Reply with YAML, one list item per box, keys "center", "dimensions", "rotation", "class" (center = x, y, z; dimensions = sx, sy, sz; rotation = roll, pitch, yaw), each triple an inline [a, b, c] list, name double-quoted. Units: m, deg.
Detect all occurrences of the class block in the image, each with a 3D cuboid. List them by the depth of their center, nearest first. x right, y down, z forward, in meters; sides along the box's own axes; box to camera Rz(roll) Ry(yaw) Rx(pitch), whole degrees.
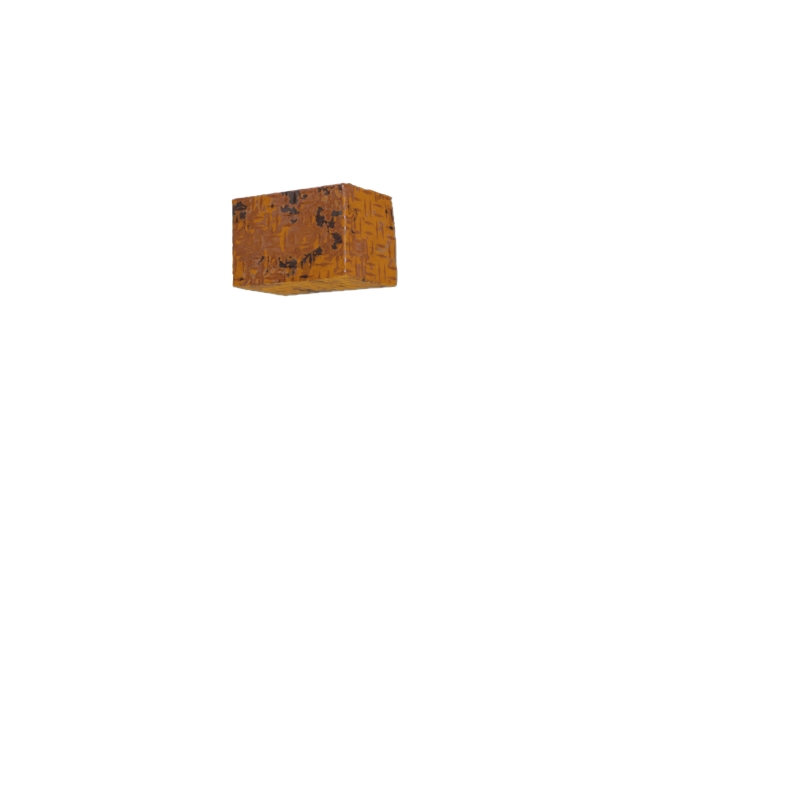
- center: [-0.048, -0.087, 0.611]
  dimensions: [0.080, 0.052, 0.050]
  rotation: [-2, -6, 32]
  class: "block"
